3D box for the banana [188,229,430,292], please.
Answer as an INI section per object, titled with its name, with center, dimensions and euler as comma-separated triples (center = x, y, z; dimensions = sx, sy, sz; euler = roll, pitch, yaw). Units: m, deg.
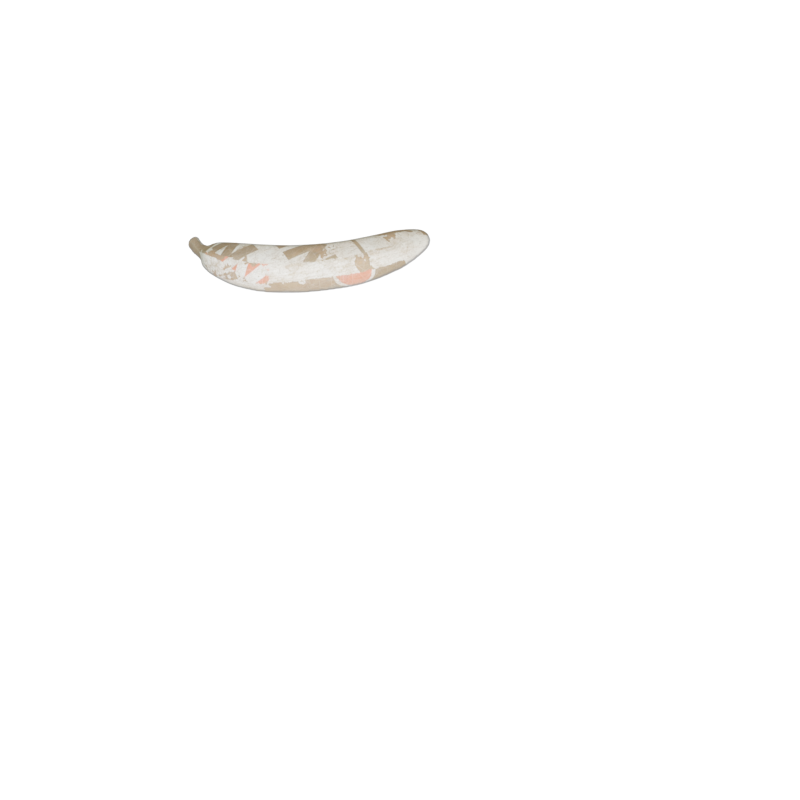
[banana]
center = -0.073, -0.114, 0.883
dimensions = 0.198, 0.034, 0.075
euler = 0, 44, 0
